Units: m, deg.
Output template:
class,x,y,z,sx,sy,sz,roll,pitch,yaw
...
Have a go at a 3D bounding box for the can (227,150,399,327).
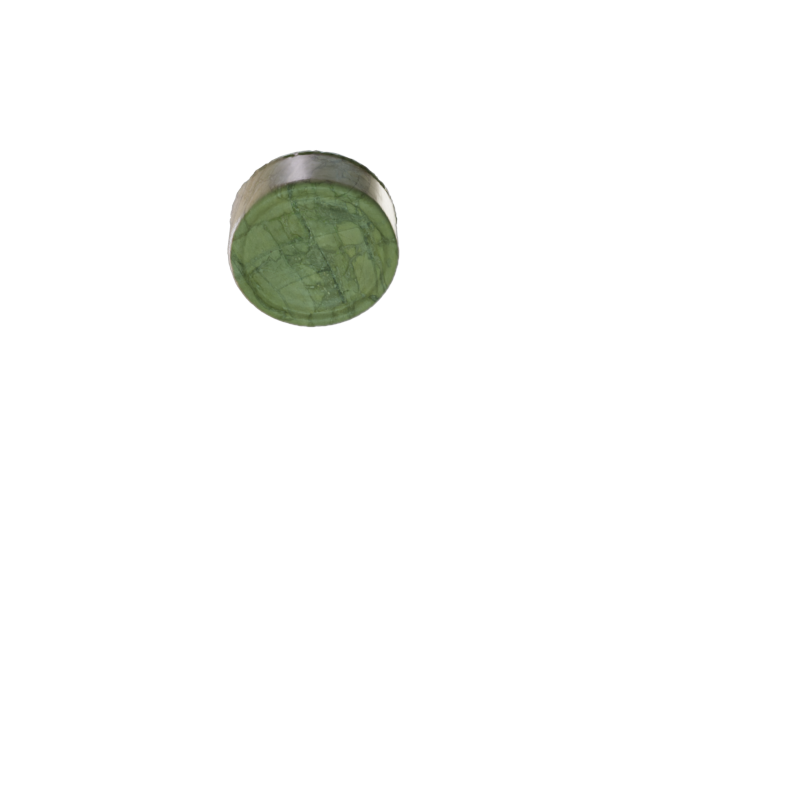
class,x,y,z,sx,sy,sz,roll,pitch,yaw
can,-0.043,-0.079,0.555,0.086,0.081,0.036,1,34,-1
